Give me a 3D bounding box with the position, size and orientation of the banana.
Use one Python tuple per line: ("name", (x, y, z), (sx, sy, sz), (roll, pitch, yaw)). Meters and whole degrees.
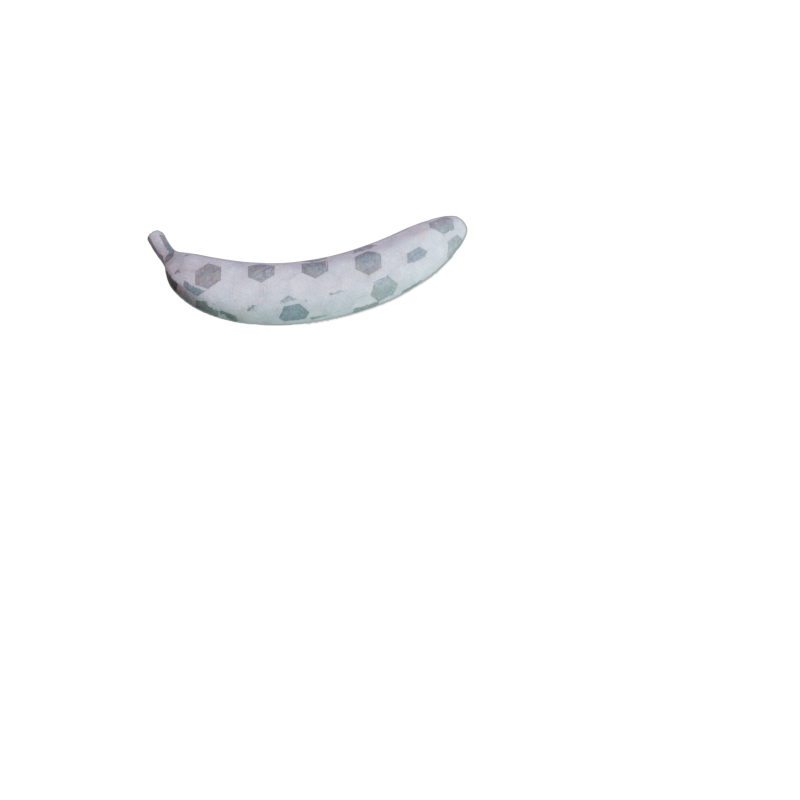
("banana", (-0.056, -0.078, 0.668), (0.197, 0.073, 0.035), (-2, -22, -1))
